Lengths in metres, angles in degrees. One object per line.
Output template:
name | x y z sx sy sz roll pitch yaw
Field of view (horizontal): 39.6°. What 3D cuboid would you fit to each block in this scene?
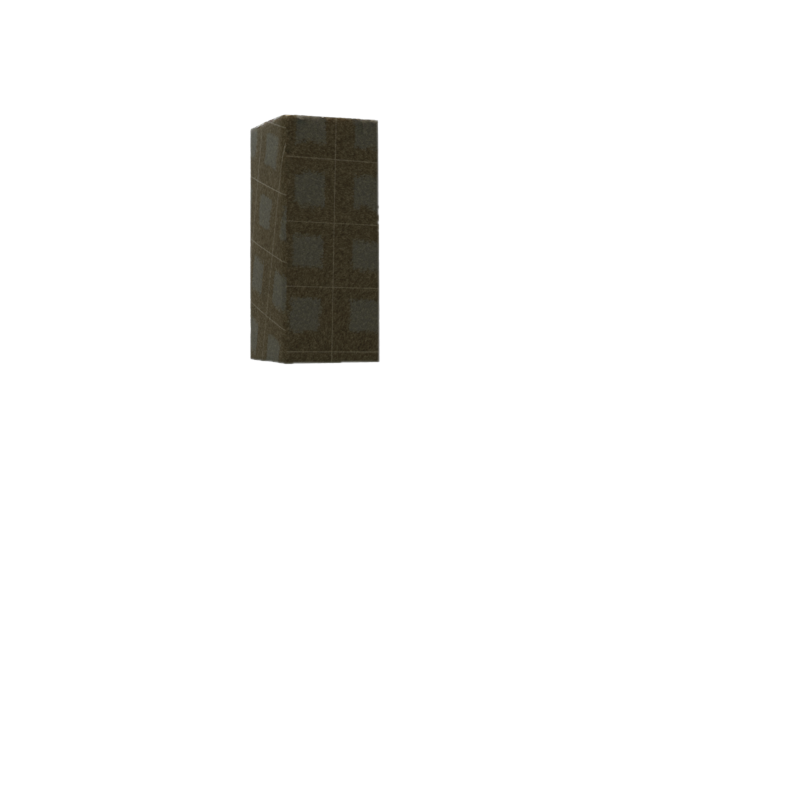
block | -0.075 -0.138 0.964 0.088 0.208 0.092 1 -2 -25
